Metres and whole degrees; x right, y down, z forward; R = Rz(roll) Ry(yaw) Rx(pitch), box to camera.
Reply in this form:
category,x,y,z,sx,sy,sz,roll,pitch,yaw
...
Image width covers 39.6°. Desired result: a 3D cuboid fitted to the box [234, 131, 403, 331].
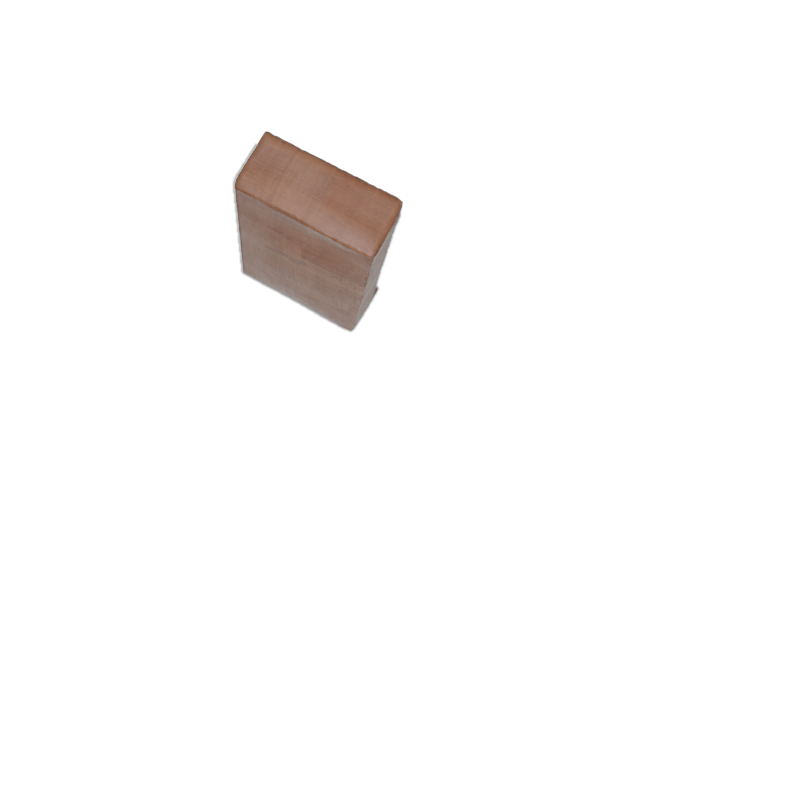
category,x,y,z,sx,sy,sz,roll,pitch,yaw
box,-0.056,-0.101,0.707,0.094,0.049,0.171,29,-10,2
